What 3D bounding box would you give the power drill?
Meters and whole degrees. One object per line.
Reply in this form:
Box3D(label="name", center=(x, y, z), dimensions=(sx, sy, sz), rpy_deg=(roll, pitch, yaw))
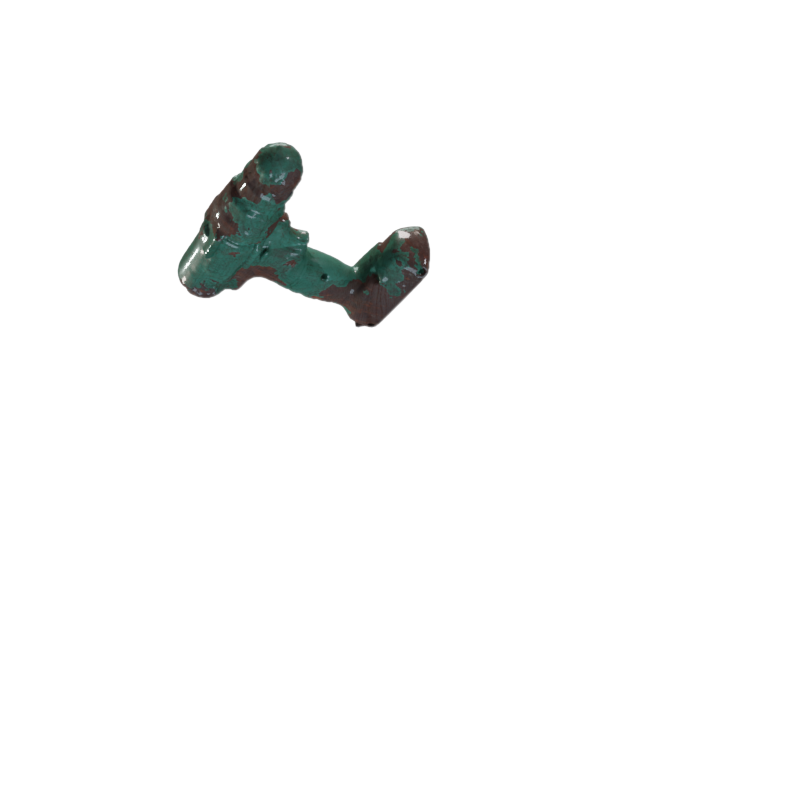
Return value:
Box3D(label="power drill", center=(-0.073, -0.132, 0.926), dimensions=(0.180, 0.061, 0.180), rpy_deg=(16, -35, -25))
